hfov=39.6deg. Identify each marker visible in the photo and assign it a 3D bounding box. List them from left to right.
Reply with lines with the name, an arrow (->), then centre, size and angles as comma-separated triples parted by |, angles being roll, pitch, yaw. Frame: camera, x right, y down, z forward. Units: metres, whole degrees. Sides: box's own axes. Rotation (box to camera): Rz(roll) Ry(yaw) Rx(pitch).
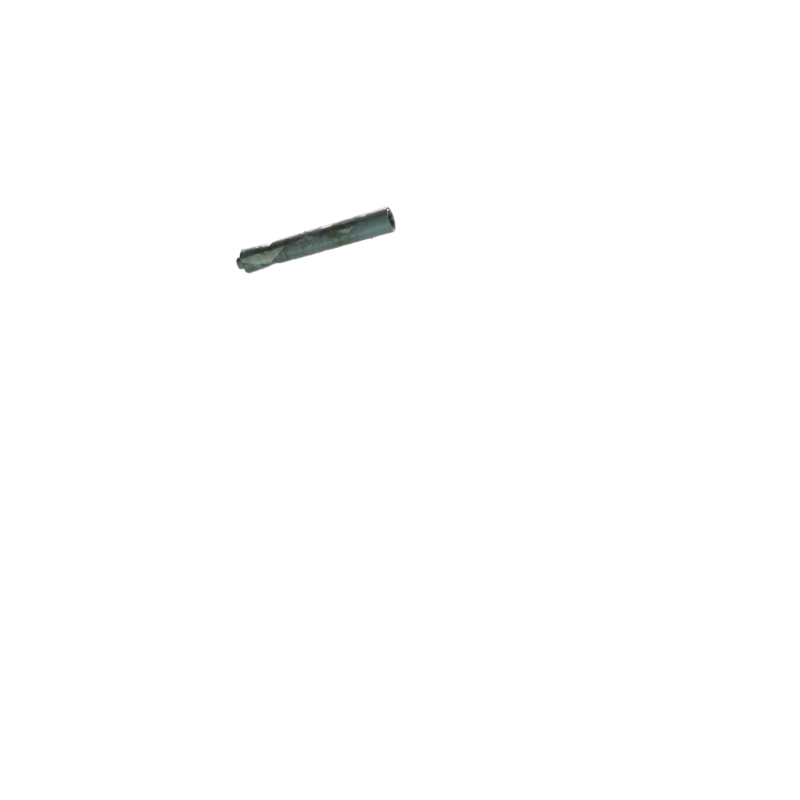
marker -> -0.063, -0.114, 0.801 | 0.122, 0.020, 0.019 | -14, 0, 18
